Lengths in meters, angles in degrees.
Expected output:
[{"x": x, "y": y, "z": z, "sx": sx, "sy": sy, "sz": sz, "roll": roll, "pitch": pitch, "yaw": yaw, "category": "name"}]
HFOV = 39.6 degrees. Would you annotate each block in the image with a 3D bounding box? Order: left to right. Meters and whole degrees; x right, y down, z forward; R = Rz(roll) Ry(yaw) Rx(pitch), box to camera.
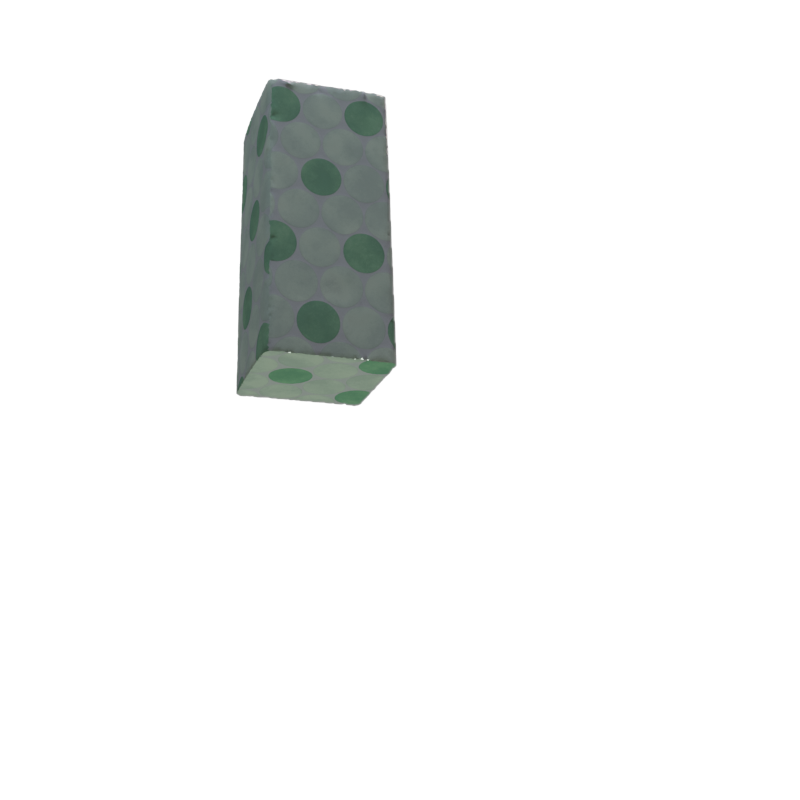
[{"x": -0.061, "y": -0.112, "z": 0.781, "sx": 0.088, "sy": 0.218, "sz": 0.087, "roll": 6, "pitch": -26, "yaw": -16, "category": "block"}]
